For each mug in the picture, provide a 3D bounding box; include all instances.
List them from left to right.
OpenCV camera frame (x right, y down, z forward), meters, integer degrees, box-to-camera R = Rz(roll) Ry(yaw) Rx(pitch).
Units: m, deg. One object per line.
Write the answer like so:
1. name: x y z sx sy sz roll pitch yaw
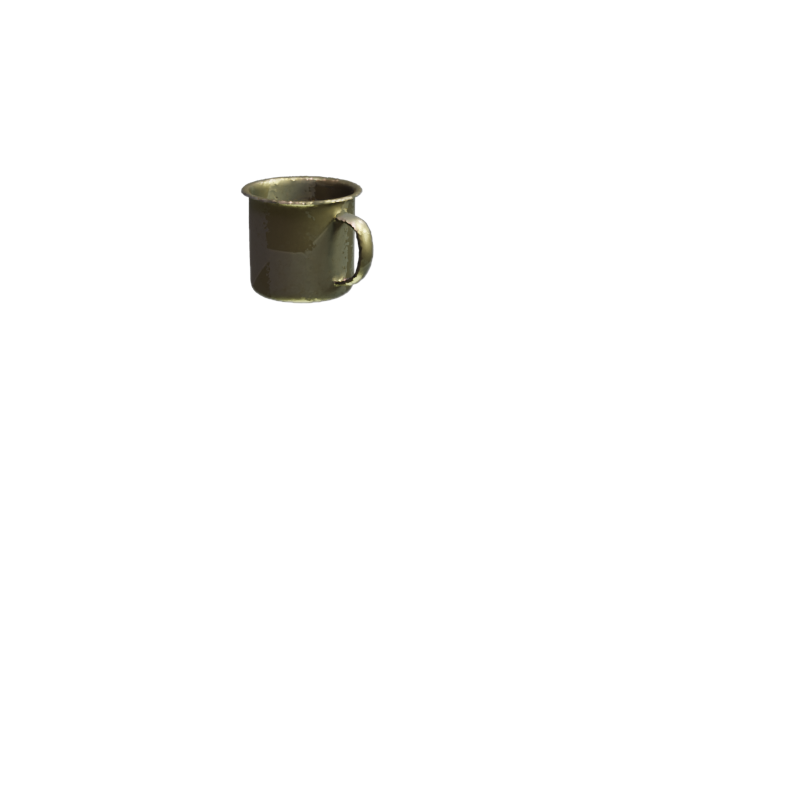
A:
1. mug: -0.067 -0.122 0.852 0.124 0.078 0.092 17 26 37
